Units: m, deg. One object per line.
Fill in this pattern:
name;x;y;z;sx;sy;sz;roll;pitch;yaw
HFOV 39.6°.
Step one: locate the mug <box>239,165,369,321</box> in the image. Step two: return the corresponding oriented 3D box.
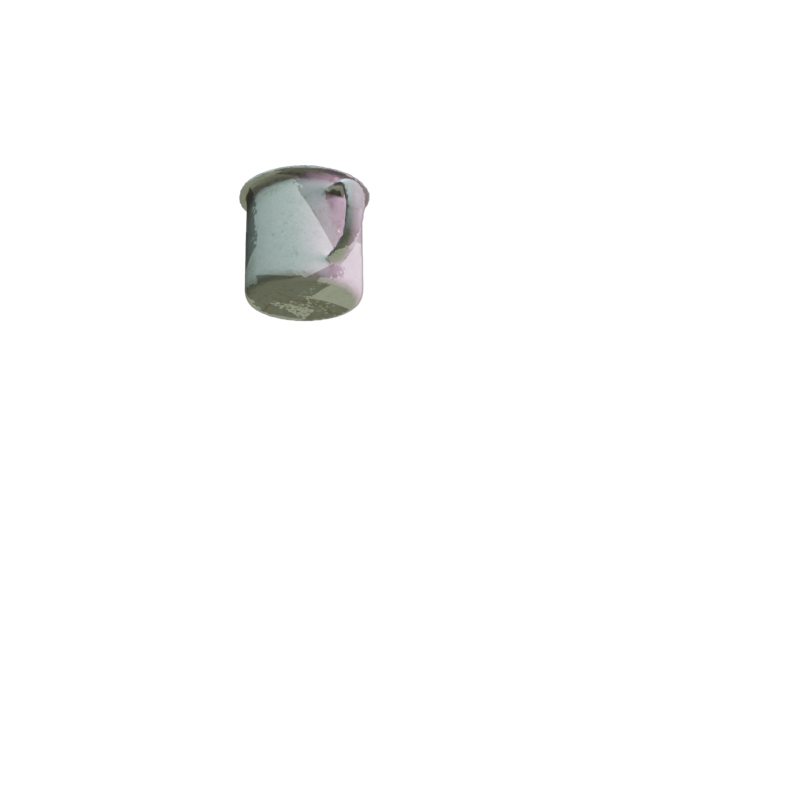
mug;-0.060;-0.109;0.763;0.089;0.086;0.117;14;-26;-33
